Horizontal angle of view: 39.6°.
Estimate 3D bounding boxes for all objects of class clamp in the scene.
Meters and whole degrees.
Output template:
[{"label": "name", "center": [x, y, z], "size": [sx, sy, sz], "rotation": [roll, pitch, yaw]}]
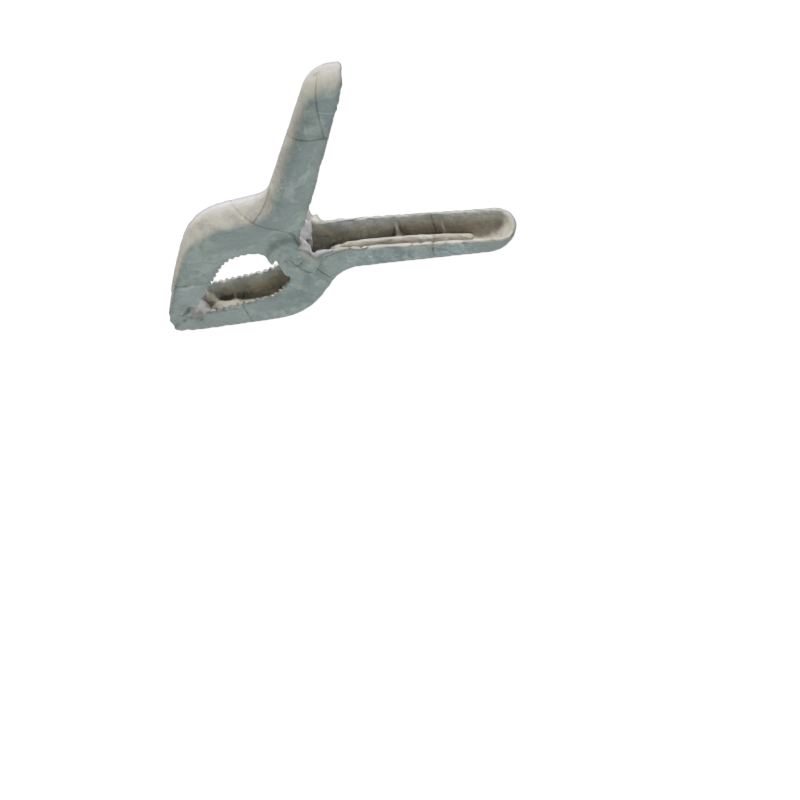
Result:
[{"label": "clamp", "center": [-0.050, -0.092, 0.641], "size": [0.155, 0.039, 0.208], "rotation": [30, -46, -33]}]
